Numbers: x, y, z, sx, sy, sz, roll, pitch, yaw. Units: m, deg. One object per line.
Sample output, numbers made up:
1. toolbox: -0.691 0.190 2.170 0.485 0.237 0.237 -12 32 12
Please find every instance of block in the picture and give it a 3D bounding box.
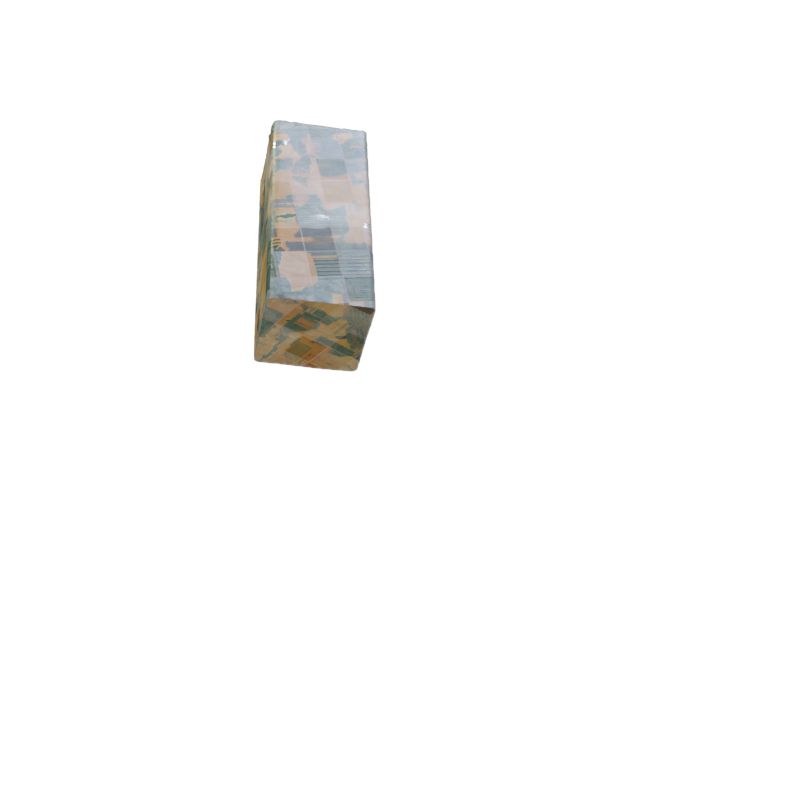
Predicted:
1. block: -0.077 -0.138 0.969 0.089 0.221 0.086 5 -39 -10
